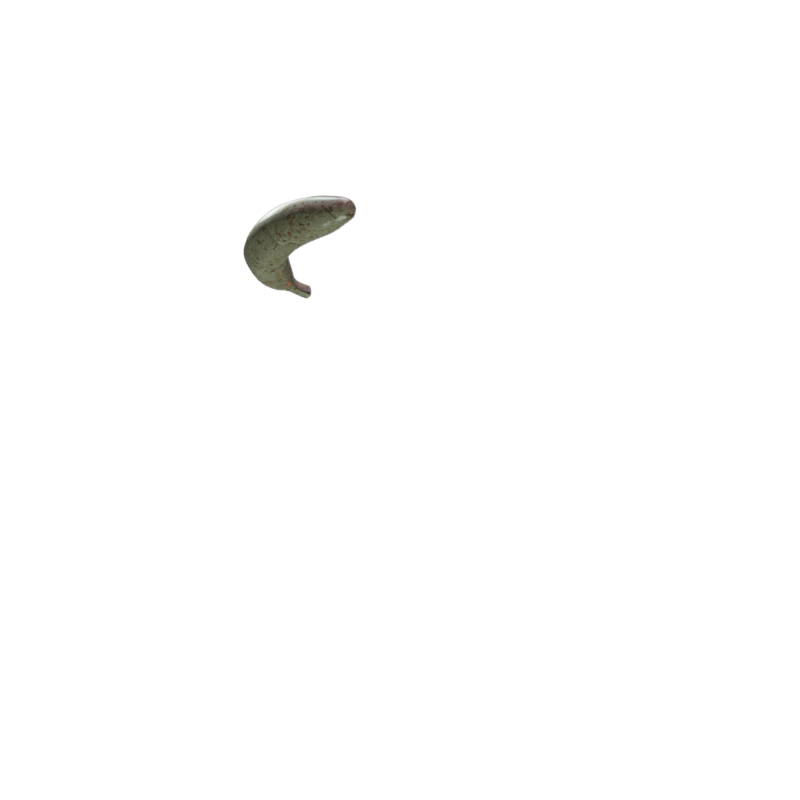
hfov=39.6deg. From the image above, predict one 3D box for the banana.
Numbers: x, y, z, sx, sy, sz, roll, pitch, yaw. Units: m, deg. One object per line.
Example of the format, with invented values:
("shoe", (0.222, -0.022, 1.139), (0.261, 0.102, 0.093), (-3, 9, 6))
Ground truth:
("banana", (-0.089, -0.128, 0.896), (0.068, 0.038, 0.194), (3, -13, -14))
